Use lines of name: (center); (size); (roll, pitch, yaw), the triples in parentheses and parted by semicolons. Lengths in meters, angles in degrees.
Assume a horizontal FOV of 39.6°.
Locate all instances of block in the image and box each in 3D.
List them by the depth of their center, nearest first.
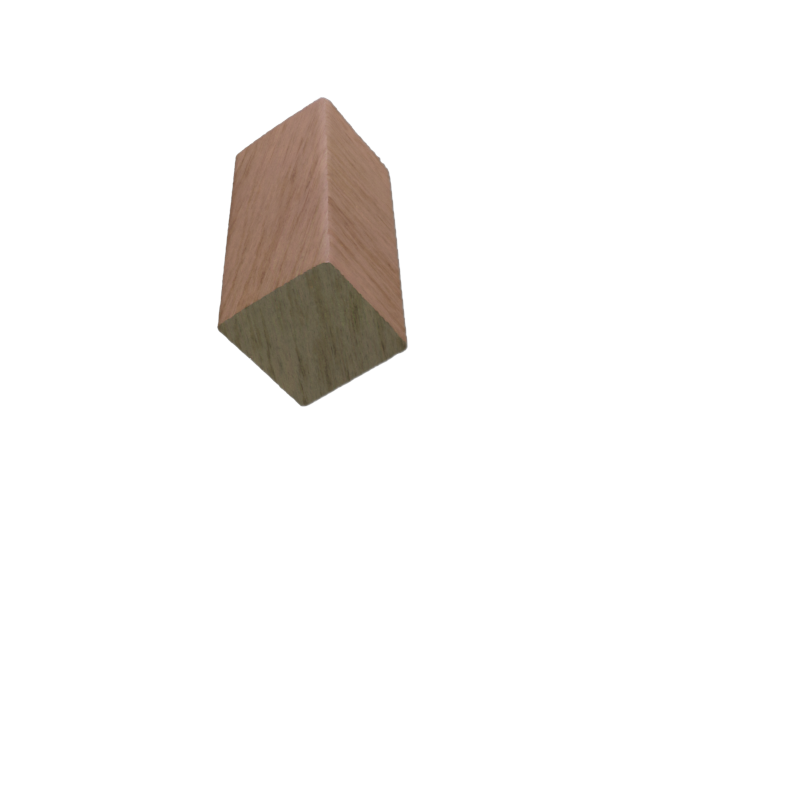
block: (-0.061, -0.112, 0.780); (0.090, 0.221, 0.085); (-30, -54, 20)
